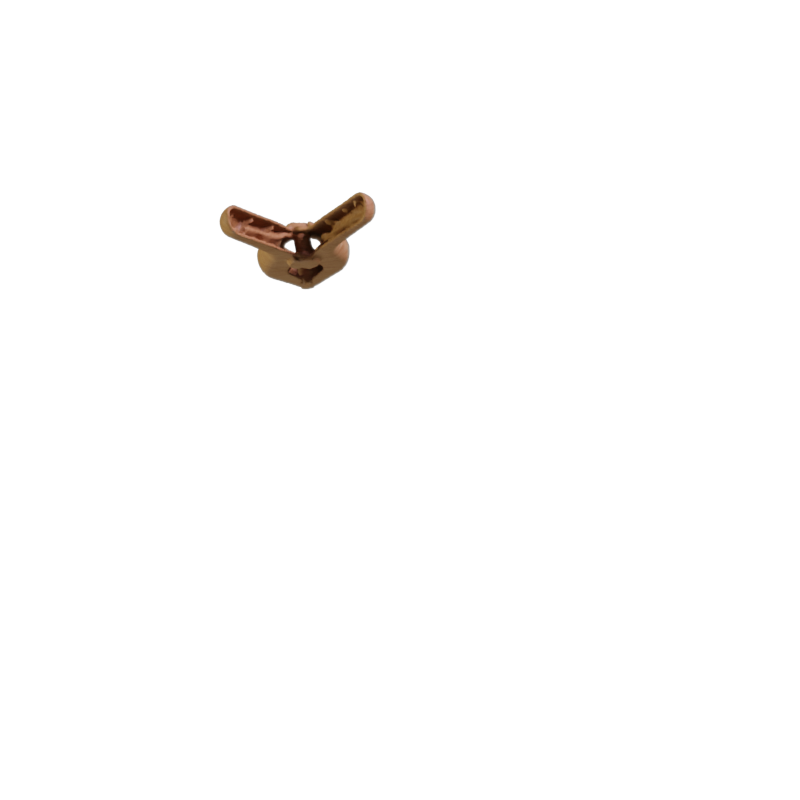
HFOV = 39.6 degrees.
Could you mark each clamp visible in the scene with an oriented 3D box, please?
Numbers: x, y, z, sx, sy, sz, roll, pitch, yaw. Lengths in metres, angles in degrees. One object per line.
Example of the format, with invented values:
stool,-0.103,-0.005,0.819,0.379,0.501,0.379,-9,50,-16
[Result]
clamp,-0.072,-0.132,0.922,0.121,0.040,0.164,-1,-9,8
